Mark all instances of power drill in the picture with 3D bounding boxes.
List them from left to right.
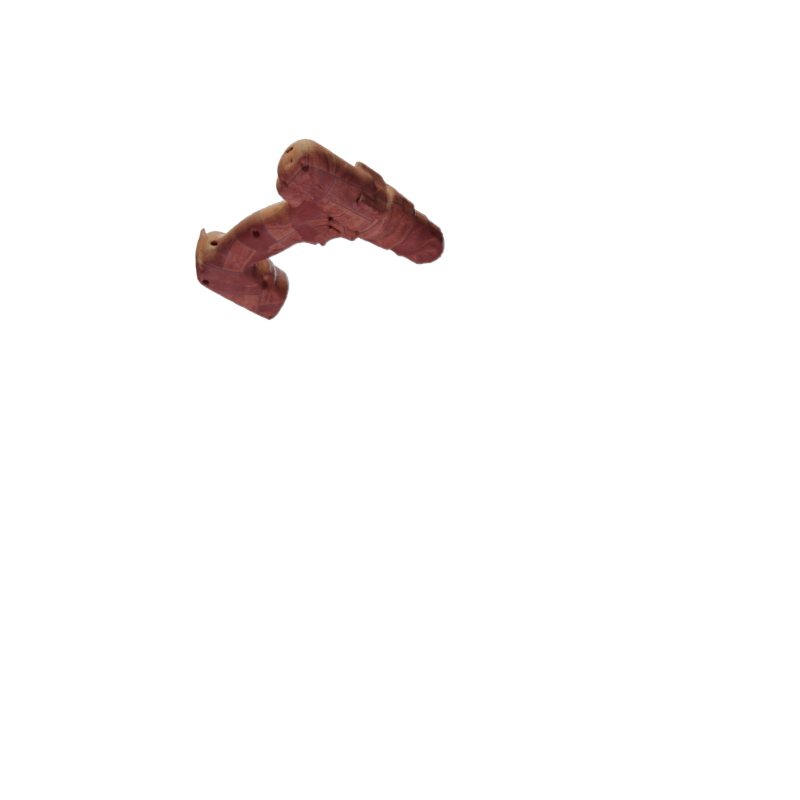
[{"bbox_3d":[-0.078,-0.142,0.997,0.187,0.061,0.173,-30,-46,34],"label":"power drill"}]
